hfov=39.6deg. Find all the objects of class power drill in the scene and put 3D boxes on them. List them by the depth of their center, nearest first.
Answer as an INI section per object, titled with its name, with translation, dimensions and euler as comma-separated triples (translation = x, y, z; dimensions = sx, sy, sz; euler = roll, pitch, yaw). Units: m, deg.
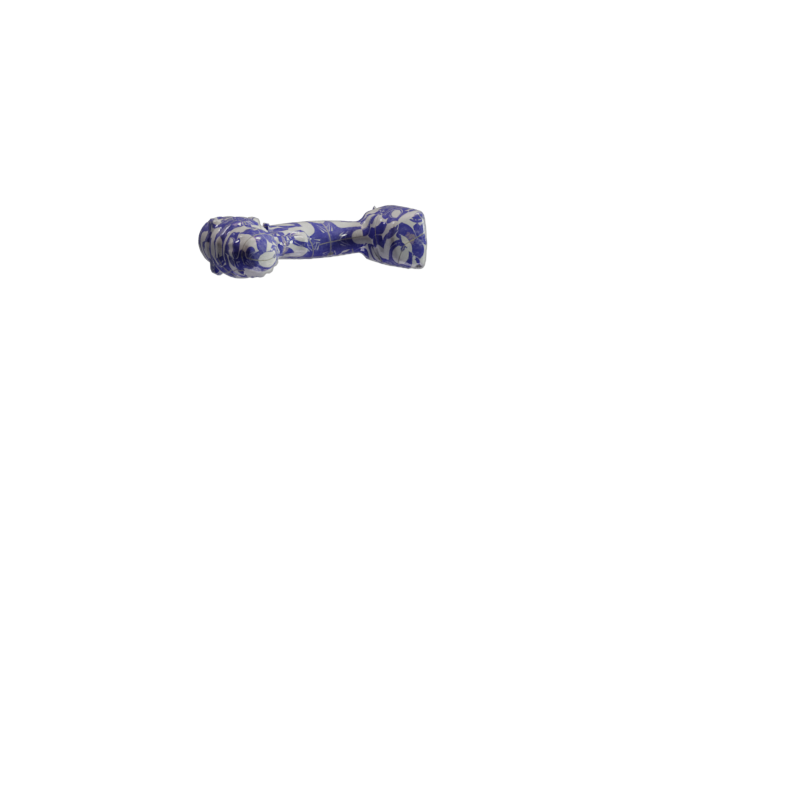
[power drill]
translation = -0.076, -0.139, 0.970
dimensions = 0.184, 0.056, 0.192
euler = -4, 14, -17
